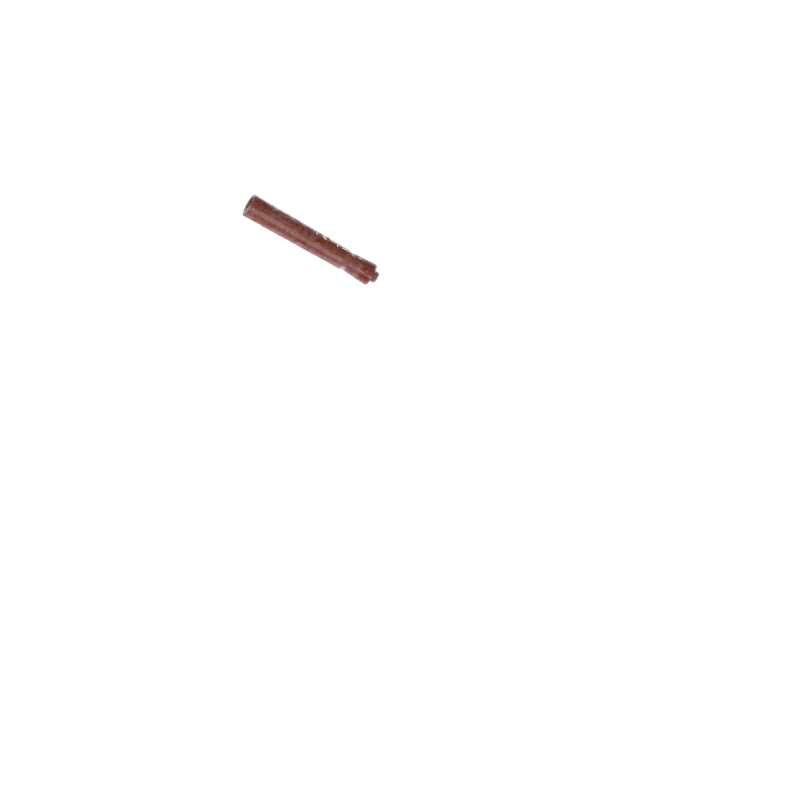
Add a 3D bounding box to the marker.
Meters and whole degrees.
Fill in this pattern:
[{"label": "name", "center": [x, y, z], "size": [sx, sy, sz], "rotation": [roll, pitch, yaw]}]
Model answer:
[{"label": "marker", "center": [-0.069, -0.126, 0.881], "size": [0.117, 0.020, 0.020], "rotation": [28, -5, -15]}]
